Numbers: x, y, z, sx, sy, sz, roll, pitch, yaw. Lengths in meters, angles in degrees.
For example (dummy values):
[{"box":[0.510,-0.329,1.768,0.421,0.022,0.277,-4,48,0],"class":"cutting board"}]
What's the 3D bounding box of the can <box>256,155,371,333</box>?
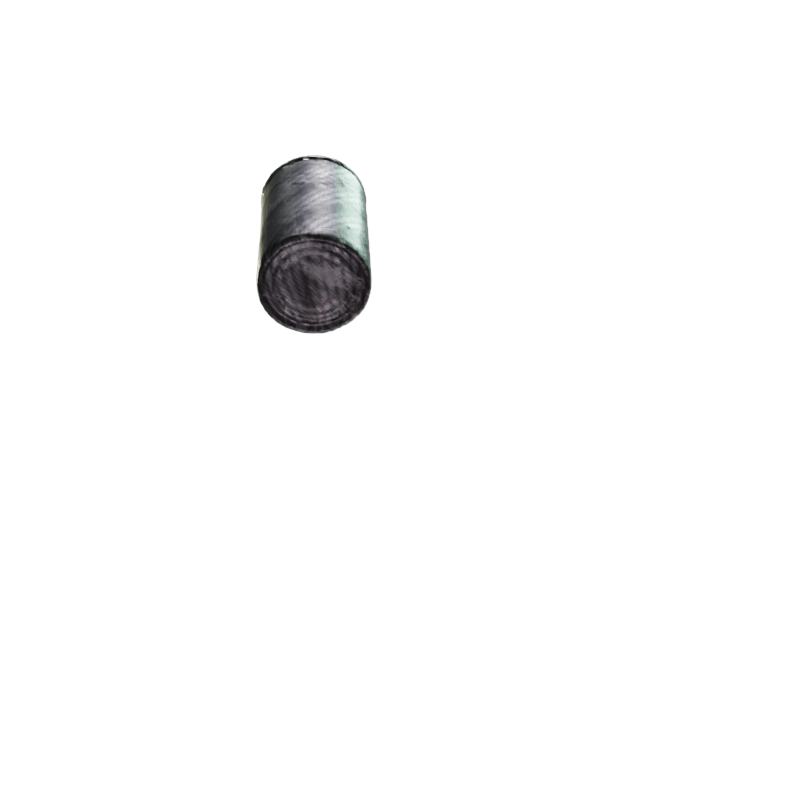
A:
[{"box":[-0.053,-0.096,0.671,0.068,0.064,0.109,-1,35,-3],"class":"can"}]
